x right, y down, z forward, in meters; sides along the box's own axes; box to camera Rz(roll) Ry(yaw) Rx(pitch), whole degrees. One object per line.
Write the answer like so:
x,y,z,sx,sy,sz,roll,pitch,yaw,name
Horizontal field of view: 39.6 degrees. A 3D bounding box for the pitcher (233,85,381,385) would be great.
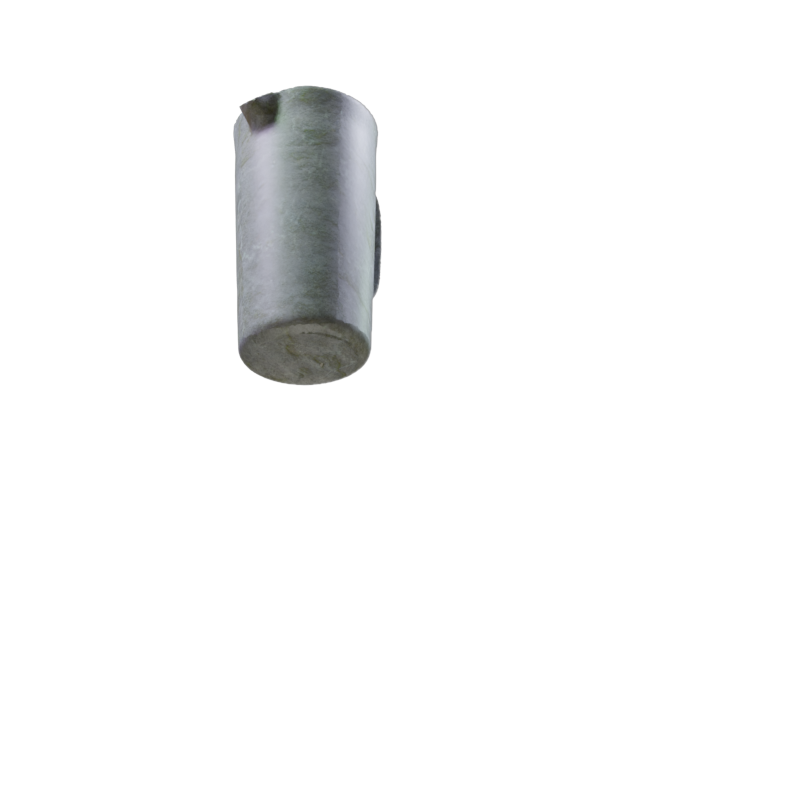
-0.075,-0.138,0.963,0.147,0.259,0.138,4,-31,-10,pitcher
